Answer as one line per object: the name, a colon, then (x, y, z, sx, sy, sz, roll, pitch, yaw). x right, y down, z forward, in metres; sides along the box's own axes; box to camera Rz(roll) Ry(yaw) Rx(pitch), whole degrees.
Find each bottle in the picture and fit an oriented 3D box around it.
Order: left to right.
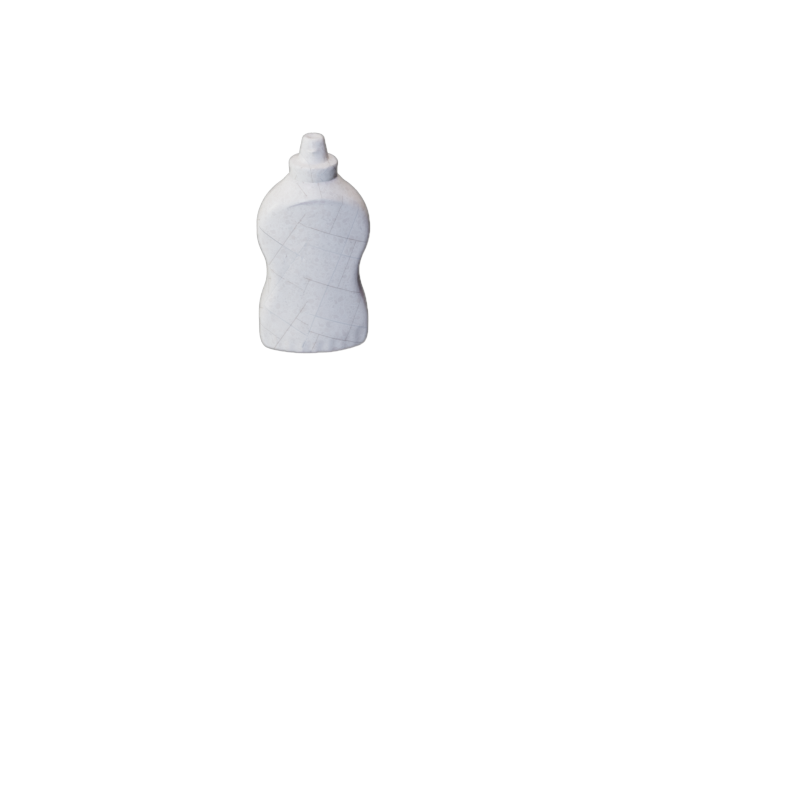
bottle: (-0.074, -0.135, 0.944, 0.096, 0.181, 0.062, 0, 27, -4)
